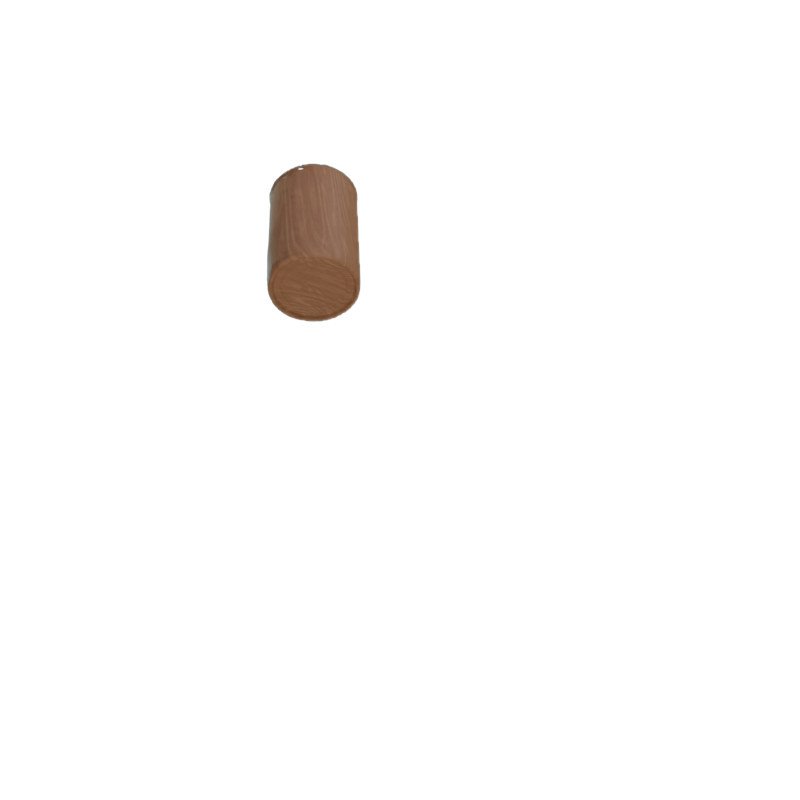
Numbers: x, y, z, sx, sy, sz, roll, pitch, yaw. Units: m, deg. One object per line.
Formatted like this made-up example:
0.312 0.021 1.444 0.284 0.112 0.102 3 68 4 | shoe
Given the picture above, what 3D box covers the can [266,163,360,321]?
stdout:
-0.064 -0.116 0.815 0.068 0.110 0.064 -1 -44 -3 | can
